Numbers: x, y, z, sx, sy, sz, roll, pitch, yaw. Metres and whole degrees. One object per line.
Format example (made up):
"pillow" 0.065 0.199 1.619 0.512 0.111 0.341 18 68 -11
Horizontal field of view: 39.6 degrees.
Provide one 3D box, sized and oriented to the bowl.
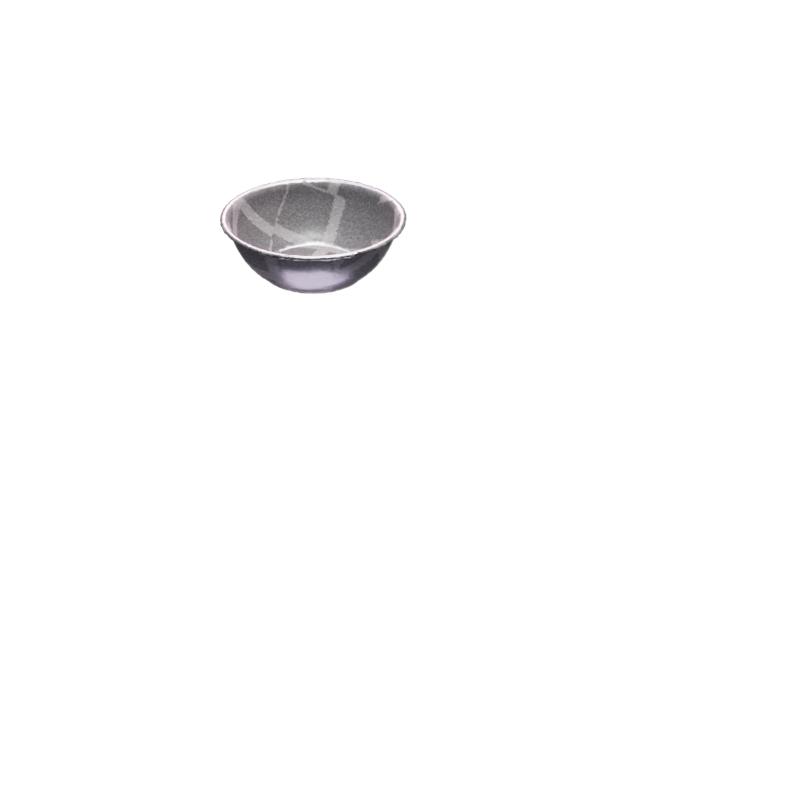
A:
"bowl" -0.076 -0.139 0.970 0.162 0.052 0.173 -1 33 -2
